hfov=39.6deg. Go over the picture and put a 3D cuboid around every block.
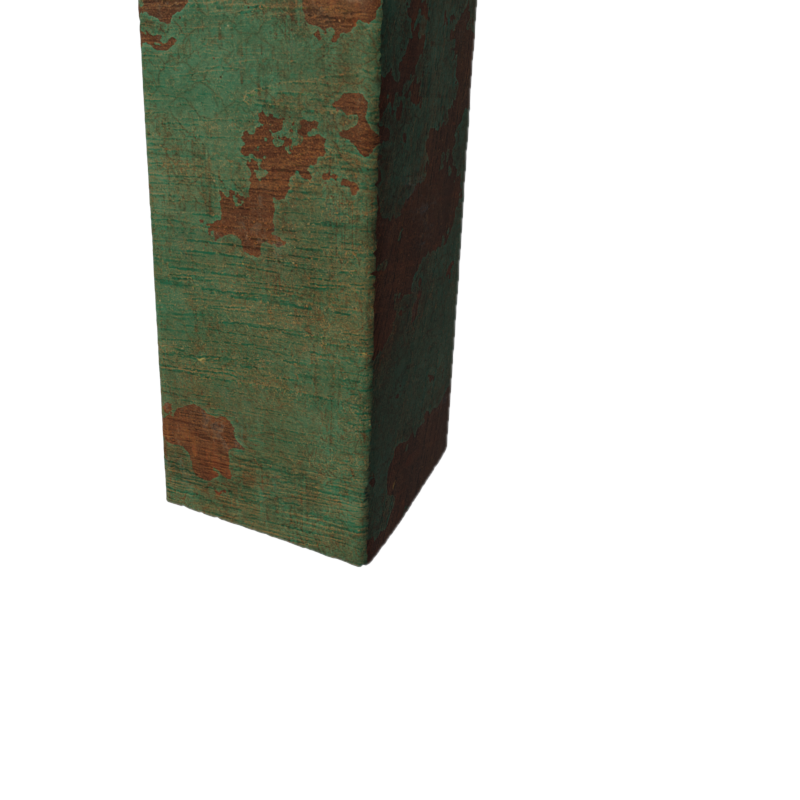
[{"bbox_3d":[-0.032,-0.059,0.412,0.094,0.195,0.092,13,28,21],"label":"block"}]
